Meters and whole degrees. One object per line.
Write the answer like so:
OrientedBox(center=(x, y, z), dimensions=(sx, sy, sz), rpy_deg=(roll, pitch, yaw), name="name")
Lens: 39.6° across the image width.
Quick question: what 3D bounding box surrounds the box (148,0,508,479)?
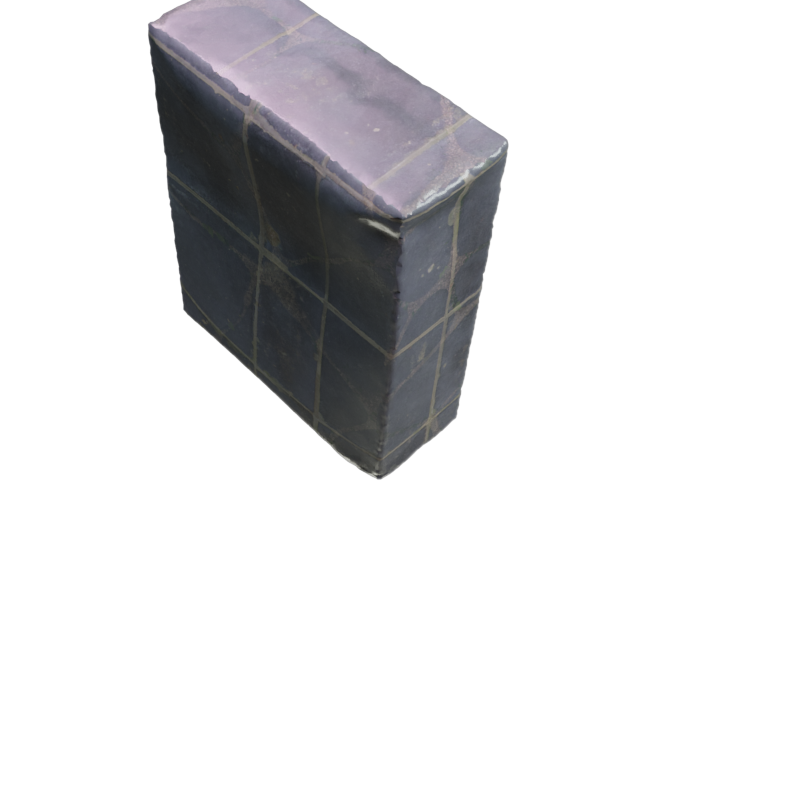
OrientedBox(center=(-0.043, -0.078, 0.549), dimensions=(0.072, 0.174, 0.200), rpy_deg=(-37, -27, -26), name="box")
